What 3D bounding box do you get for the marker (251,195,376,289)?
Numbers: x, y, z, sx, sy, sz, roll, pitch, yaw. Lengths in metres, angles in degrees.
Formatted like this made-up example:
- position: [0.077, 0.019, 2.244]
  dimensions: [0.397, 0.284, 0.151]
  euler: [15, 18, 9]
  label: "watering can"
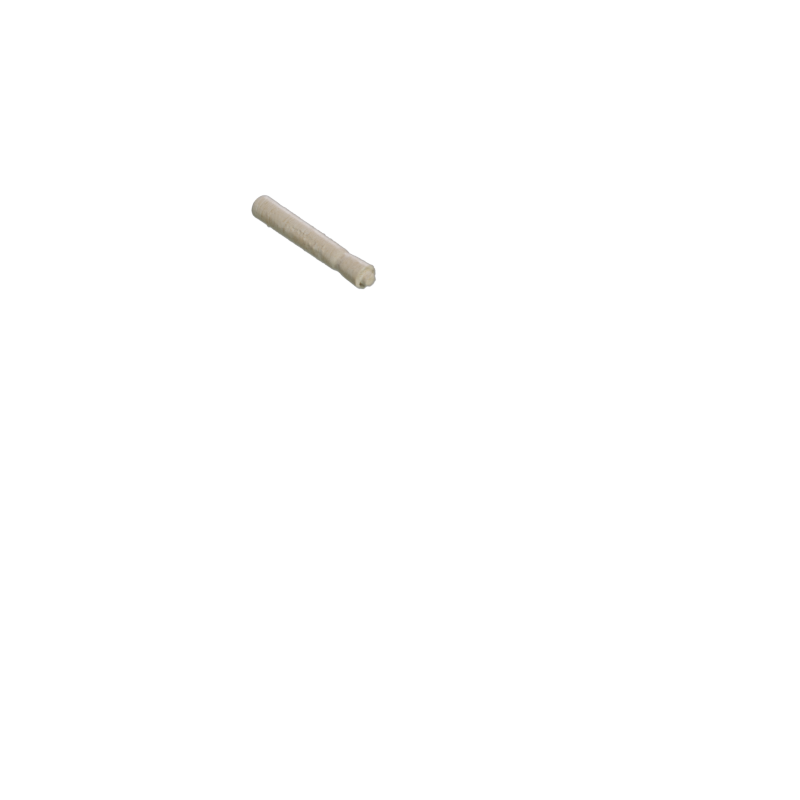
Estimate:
- position: [-0.062, -0.113, 0.790]
  dimensions: [0.019, 0.019, 0.130]
  euler: [-3, 32, -47]
  label: "marker"
